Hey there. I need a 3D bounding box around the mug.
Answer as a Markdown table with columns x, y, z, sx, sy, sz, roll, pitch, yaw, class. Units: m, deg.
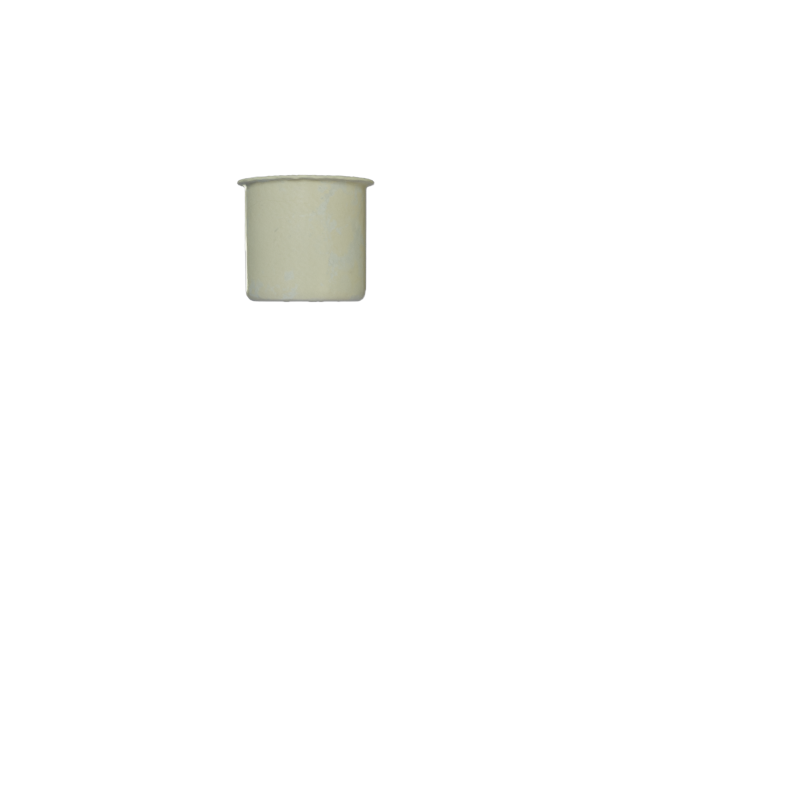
| x | y | z | sx | sy | sz | roll | pitch | yaw | class |
| --- | --- | --- | --- | --- | --- | --- | --- | --- | --- |
| -0.059 | -0.108 | 0.759 | 0.096 | 0.081 | 0.114 | 1 | 3 | 23 | mug |
